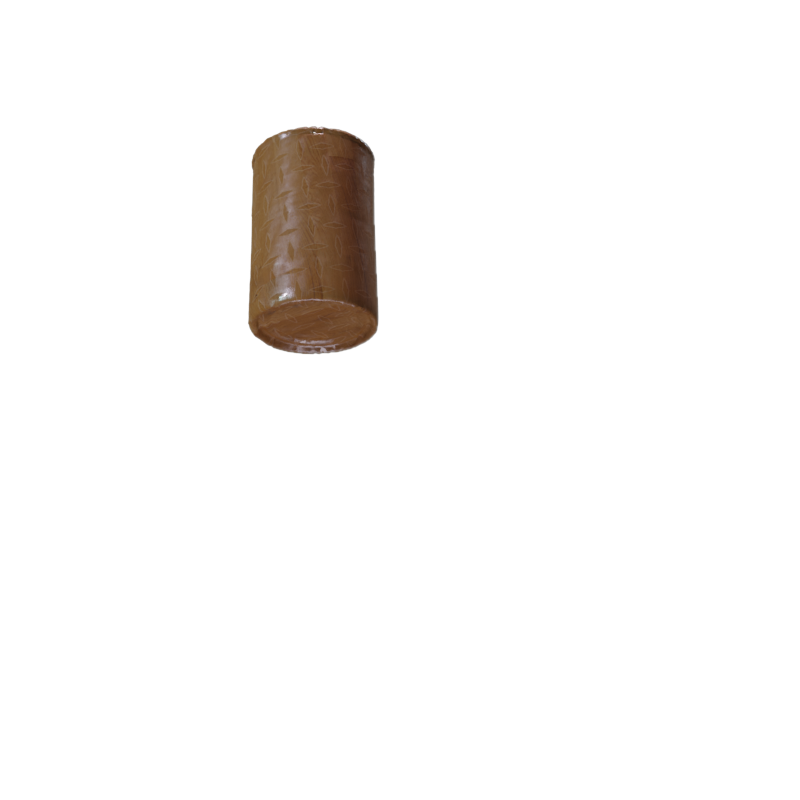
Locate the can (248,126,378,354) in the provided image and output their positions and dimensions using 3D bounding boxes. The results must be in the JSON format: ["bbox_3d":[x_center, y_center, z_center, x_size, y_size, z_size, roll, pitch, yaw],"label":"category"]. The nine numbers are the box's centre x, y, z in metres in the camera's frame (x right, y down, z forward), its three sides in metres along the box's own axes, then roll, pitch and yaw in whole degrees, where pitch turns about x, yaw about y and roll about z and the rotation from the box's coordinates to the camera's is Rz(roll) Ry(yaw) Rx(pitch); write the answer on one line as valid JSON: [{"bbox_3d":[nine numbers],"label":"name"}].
[{"bbox_3d":[-0.046,-0.084,0.587,0.068,0.108,0.065,0,-27,-2],"label":"can"}]
